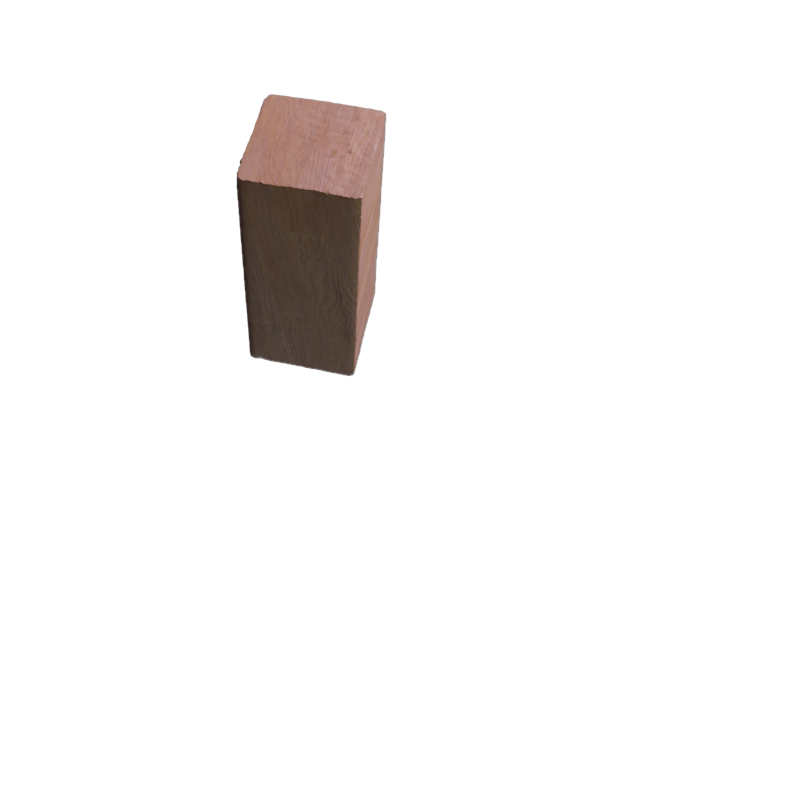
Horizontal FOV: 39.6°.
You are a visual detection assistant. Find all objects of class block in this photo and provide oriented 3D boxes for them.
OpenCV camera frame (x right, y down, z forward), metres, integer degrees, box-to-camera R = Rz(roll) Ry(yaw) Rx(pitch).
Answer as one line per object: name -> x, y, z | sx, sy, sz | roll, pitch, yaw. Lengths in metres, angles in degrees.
block -> -0.066, -0.120, 0.840 | 0.091, 0.096, 0.192 | 11, -36, 4
